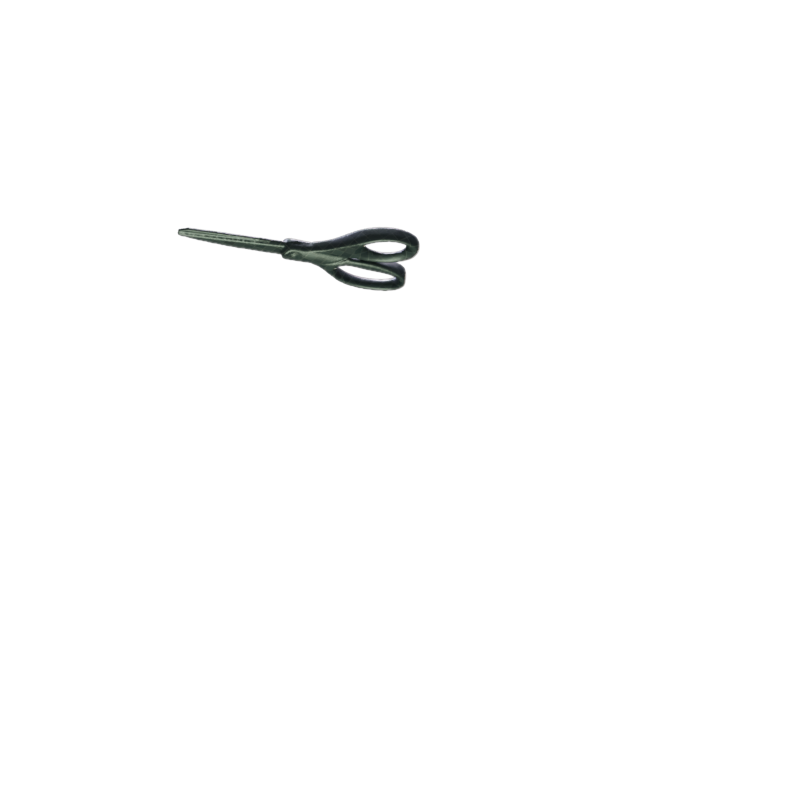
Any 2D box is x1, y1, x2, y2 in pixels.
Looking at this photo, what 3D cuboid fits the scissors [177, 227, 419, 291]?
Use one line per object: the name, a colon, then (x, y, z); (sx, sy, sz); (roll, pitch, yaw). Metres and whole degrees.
scissors: (-0.071, -0.130, 0.909); (0.192, 0.017, 0.095); (15, -29, -29)
